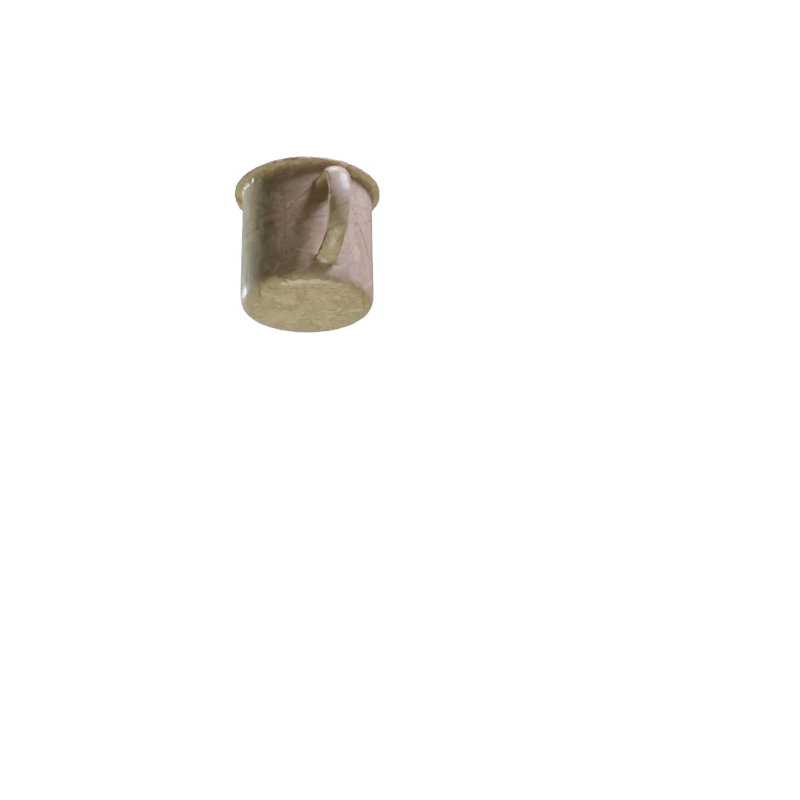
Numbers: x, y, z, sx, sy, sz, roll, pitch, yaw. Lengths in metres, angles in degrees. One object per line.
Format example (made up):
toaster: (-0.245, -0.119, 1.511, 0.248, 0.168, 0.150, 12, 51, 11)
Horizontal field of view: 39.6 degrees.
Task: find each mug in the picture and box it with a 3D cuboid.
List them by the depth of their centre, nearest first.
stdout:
mug: (-0.053, -0.097, 0.682, 0.090, 0.086, 0.114, 8, -25, -20)
